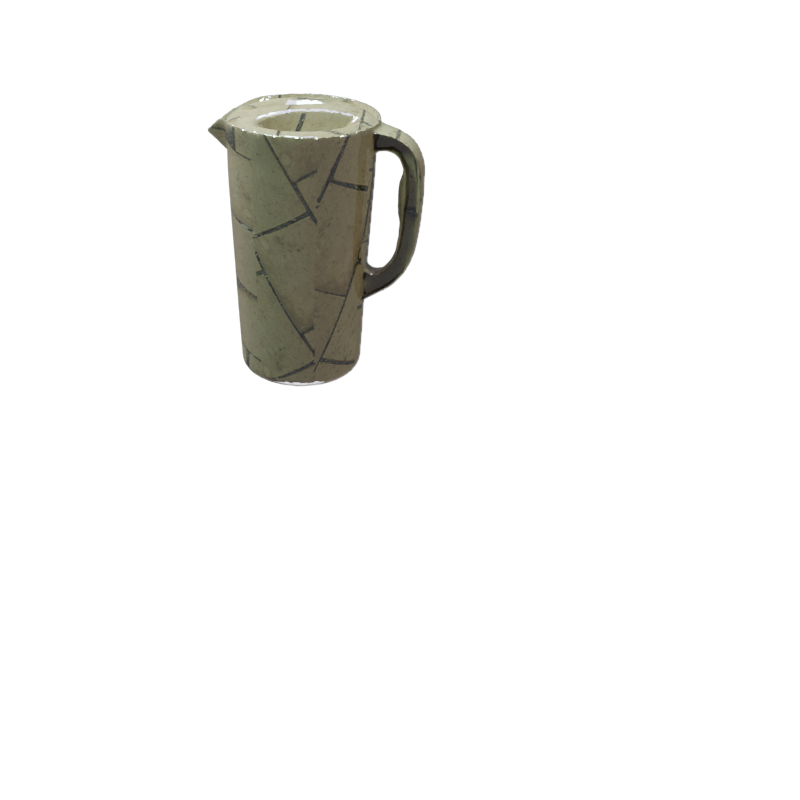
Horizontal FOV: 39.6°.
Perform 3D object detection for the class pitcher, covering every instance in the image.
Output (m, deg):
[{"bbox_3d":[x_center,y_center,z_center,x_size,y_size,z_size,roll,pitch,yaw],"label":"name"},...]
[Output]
[{"bbox_3d":[-0.076,-0.138,0.969,0.142,0.230,0.160,-14,30,-29],"label":"pitcher"}]
